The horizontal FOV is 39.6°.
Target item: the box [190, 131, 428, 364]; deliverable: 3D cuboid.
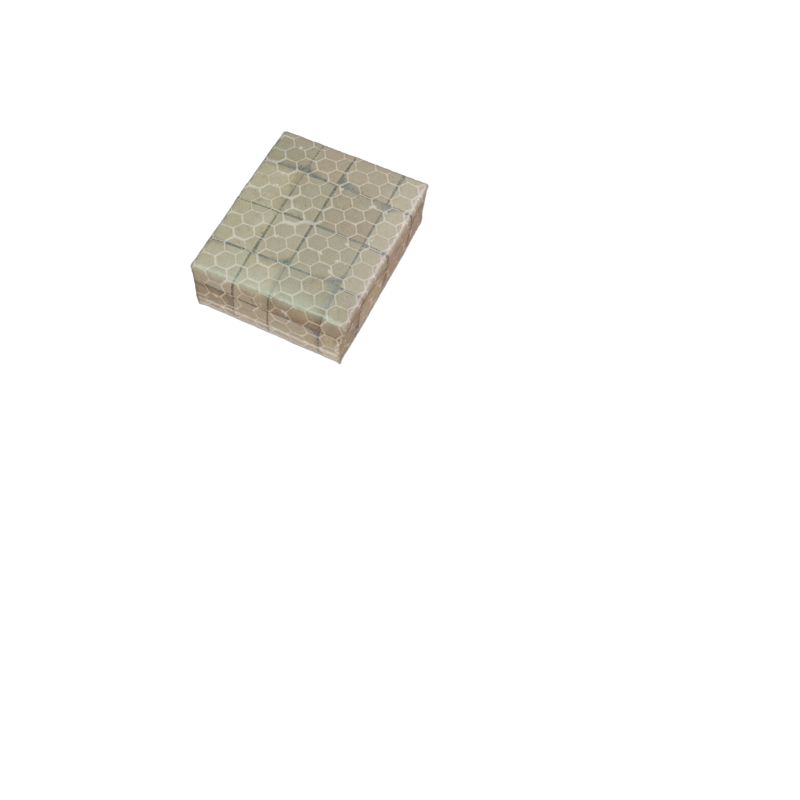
[{"bbox_3d":[-0.047,-0.086,0.602,0.092,0.118,0.036,21,-32,13],"label":"box"}]
